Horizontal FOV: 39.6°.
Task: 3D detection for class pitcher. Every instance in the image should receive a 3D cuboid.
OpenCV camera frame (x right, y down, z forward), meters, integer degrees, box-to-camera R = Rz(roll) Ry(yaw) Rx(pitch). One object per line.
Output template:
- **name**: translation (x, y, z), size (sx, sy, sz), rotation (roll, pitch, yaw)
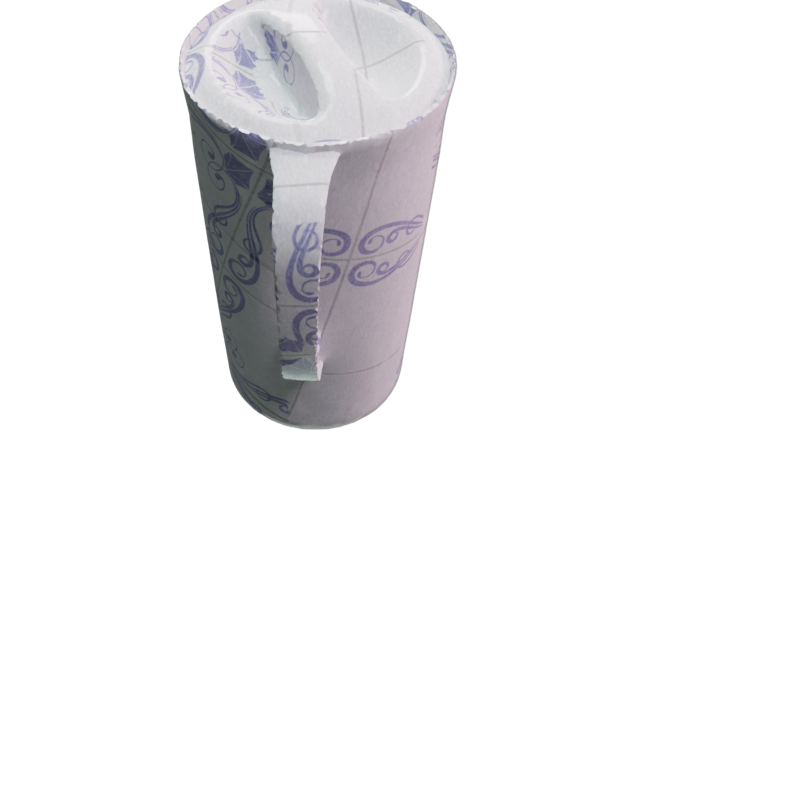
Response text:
- **pitcher**: translation (-0.047, -0.086, 0.604), size (0.150, 0.226, 0.155), rotation (-34, 58, -28)
